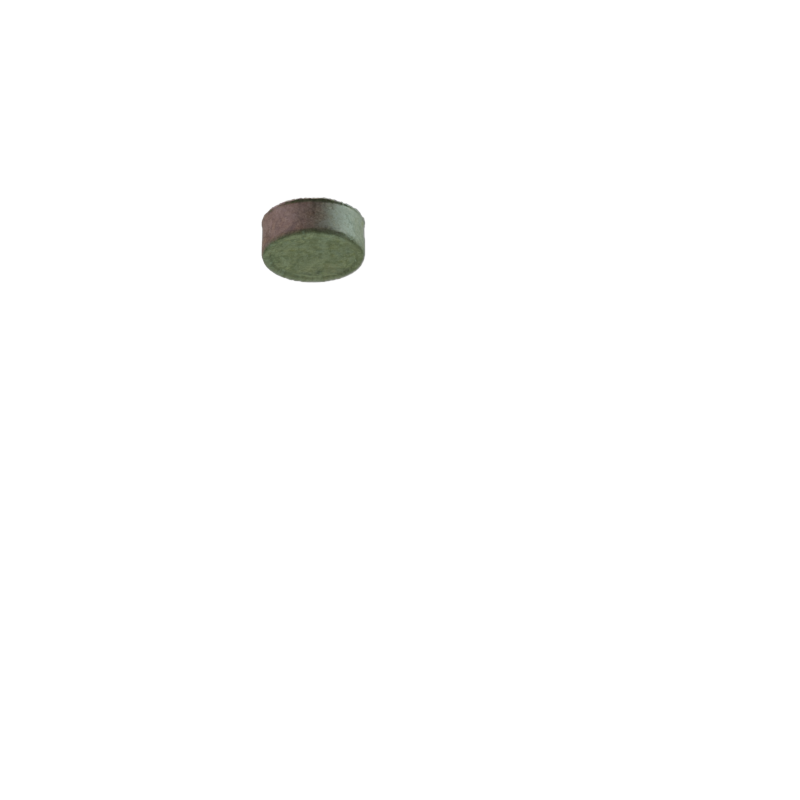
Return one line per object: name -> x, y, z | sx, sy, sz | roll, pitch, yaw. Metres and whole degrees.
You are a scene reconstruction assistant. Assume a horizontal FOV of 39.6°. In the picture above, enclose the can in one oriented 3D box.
can -> -0.071, -0.130, 0.907 | 0.086, 0.036, 0.081 | 1, -24, -2
